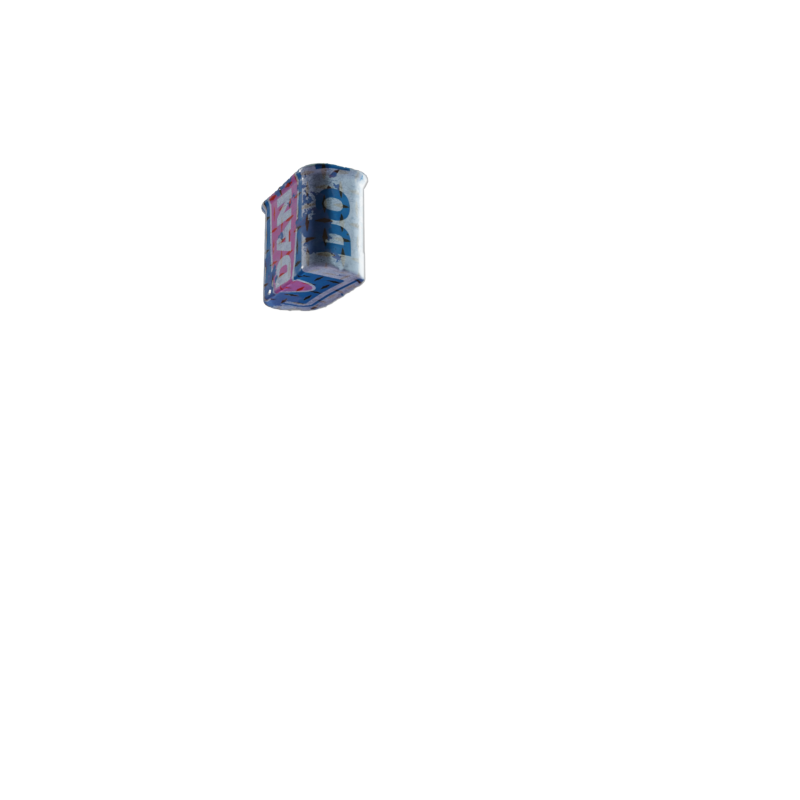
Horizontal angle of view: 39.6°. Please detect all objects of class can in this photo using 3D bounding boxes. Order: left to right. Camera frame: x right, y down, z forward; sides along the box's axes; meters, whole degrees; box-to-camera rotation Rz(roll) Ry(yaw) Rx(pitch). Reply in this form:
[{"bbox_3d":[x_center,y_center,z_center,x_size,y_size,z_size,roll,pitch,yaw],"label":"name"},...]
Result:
[{"bbox_3d":[-0.067,-0.121,0.851,0.055,0.088,0.101,10,-21,-28],"label":"can"}]
